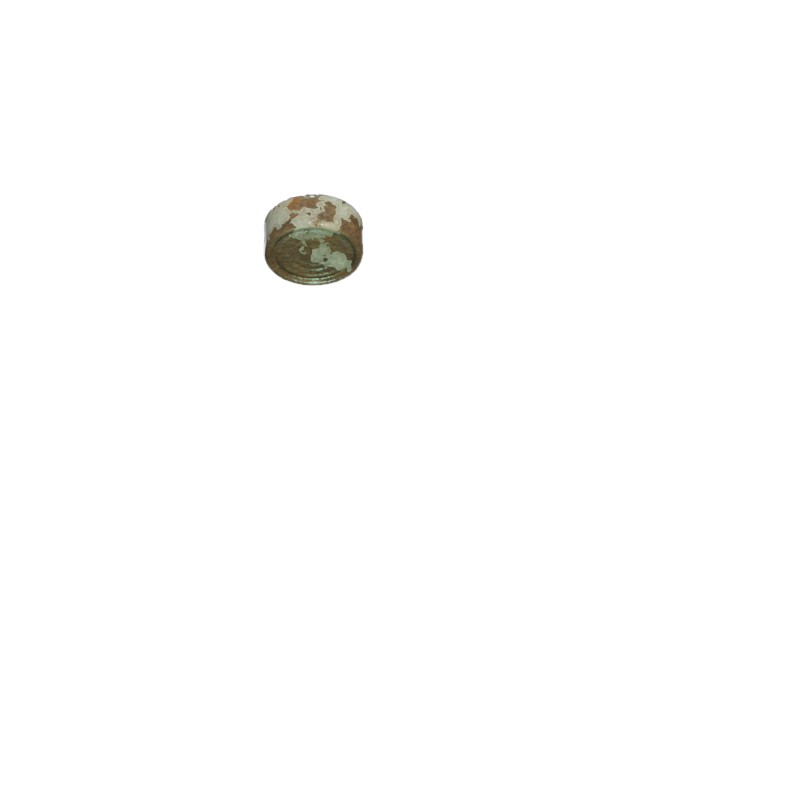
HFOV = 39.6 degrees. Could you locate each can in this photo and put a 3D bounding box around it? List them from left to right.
[{"bbox_3d":[-0.074,-0.135,0.946,0.086,0.036,0.080,1,-35,-2],"label":"can"}]
